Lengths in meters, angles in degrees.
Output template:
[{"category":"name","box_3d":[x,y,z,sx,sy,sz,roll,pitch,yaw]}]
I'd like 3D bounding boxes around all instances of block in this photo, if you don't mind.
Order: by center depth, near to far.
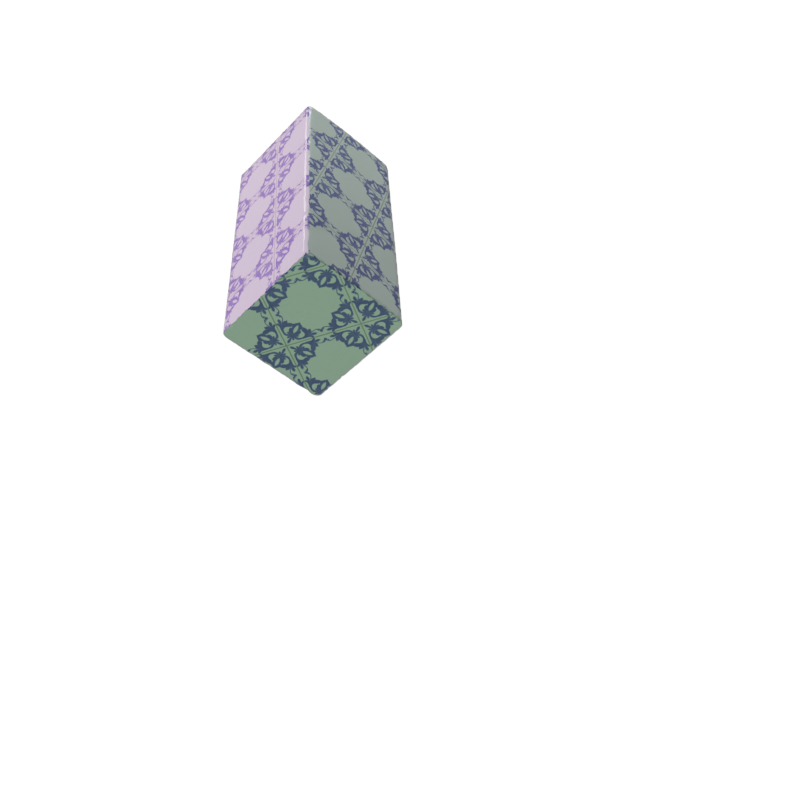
[{"category":"block","box_3d":[-0.064,-0.118,0.826,0.085,0.221,0.089,35,-61,-27]}]
